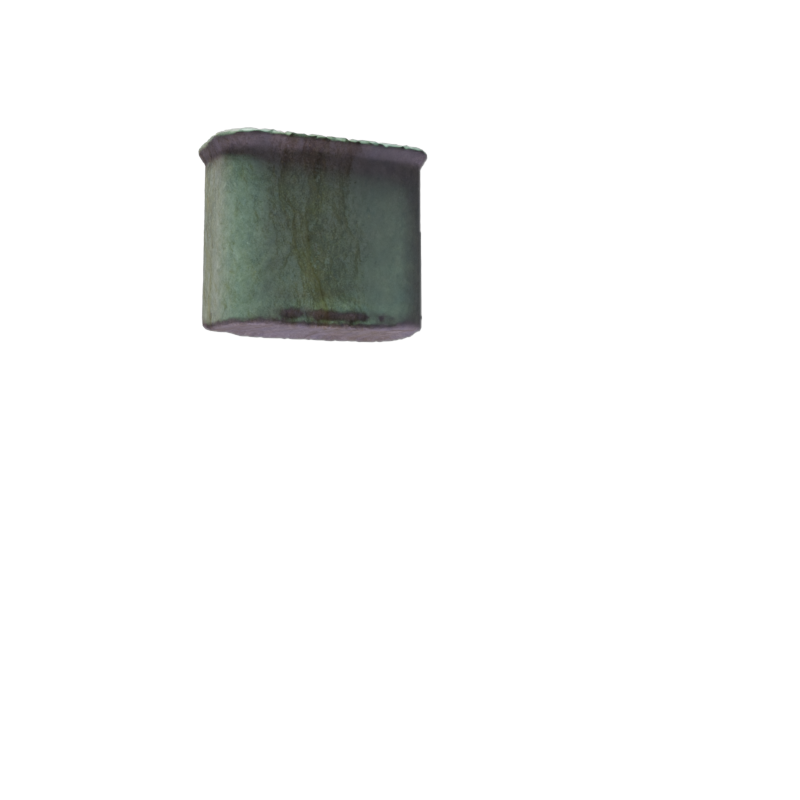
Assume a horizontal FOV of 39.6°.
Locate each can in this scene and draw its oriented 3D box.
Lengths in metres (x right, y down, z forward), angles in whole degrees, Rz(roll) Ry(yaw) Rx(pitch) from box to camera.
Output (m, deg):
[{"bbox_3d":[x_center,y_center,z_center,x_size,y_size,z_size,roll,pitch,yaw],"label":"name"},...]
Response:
[{"bbox_3d":[-0.039,-0.071,0.498,0.099,0.086,0.058,2,-9,-24],"label":"can"}]
